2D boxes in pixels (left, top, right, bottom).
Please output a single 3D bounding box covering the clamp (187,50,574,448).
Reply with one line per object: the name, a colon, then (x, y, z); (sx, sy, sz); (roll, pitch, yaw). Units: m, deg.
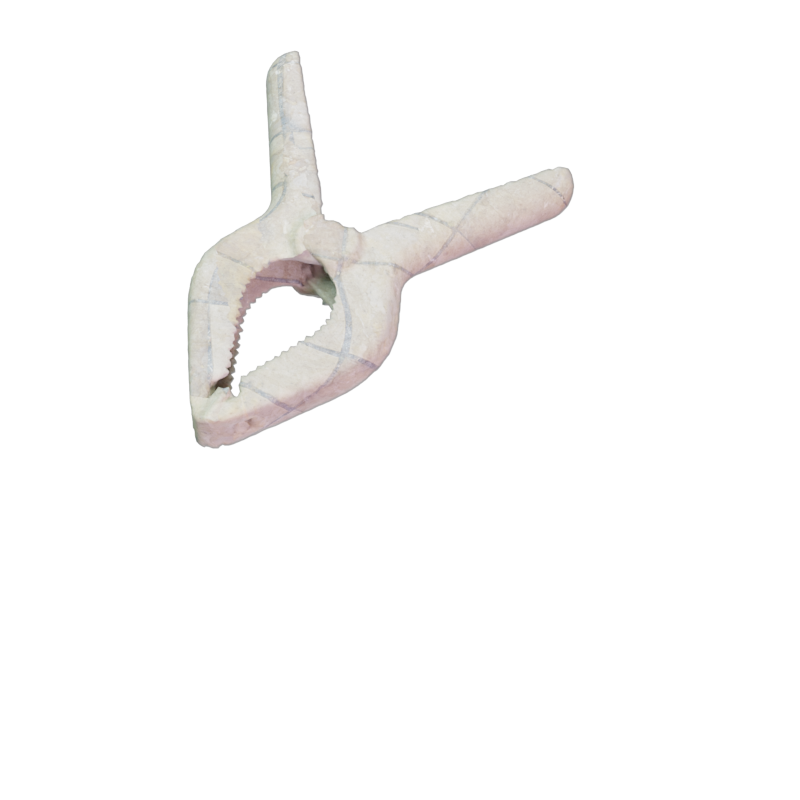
clamp: (-0.040, -0.073, 0.509); (0.172, 0.215, 0.034); (31, -28, 18)
